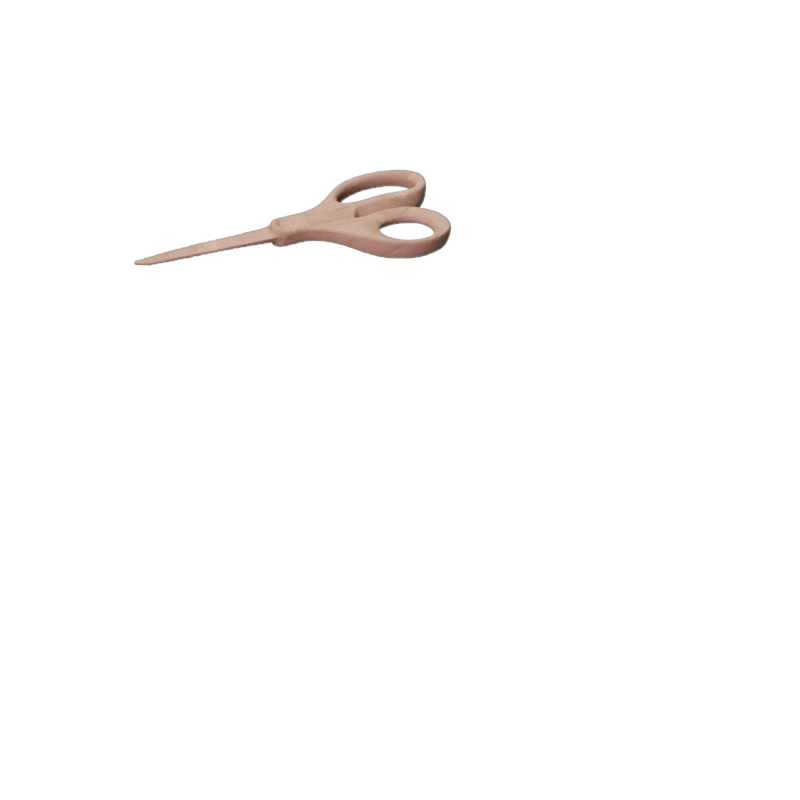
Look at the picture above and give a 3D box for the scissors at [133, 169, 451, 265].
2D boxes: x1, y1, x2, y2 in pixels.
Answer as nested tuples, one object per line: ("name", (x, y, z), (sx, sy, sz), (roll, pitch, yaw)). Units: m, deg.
("scissors", (-0.054, -0.098, 0.688), (0.201, 0.015, 0.103), (-28, 47, -29))
